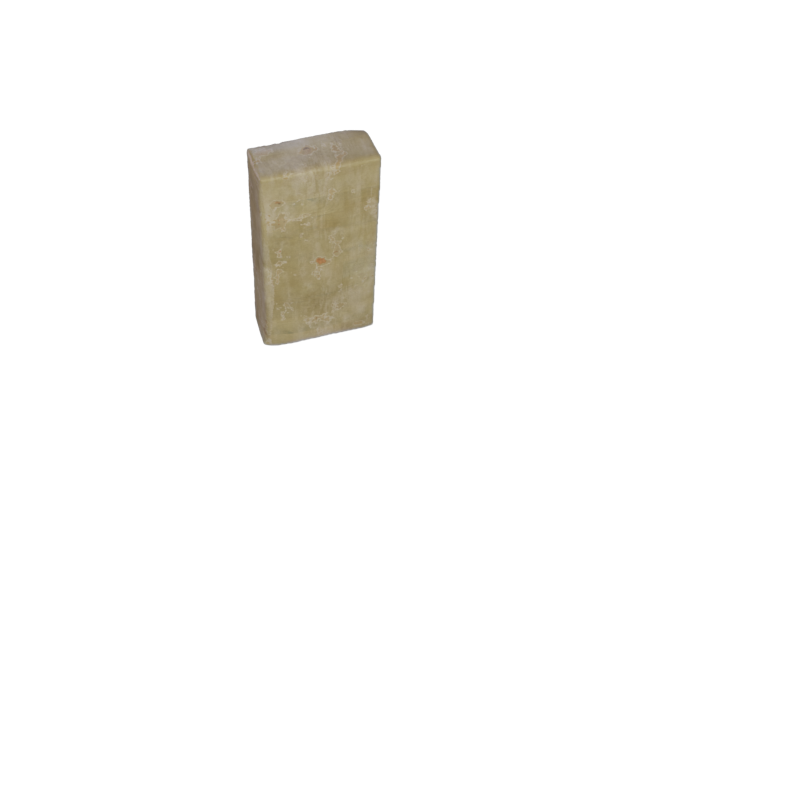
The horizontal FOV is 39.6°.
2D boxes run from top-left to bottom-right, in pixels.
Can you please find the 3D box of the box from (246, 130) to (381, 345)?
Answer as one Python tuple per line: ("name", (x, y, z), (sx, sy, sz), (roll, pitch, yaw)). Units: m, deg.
("box", (-0.066, -0.122, 0.849), (0.092, 0.164, 0.052), (-12, 46, -15))
